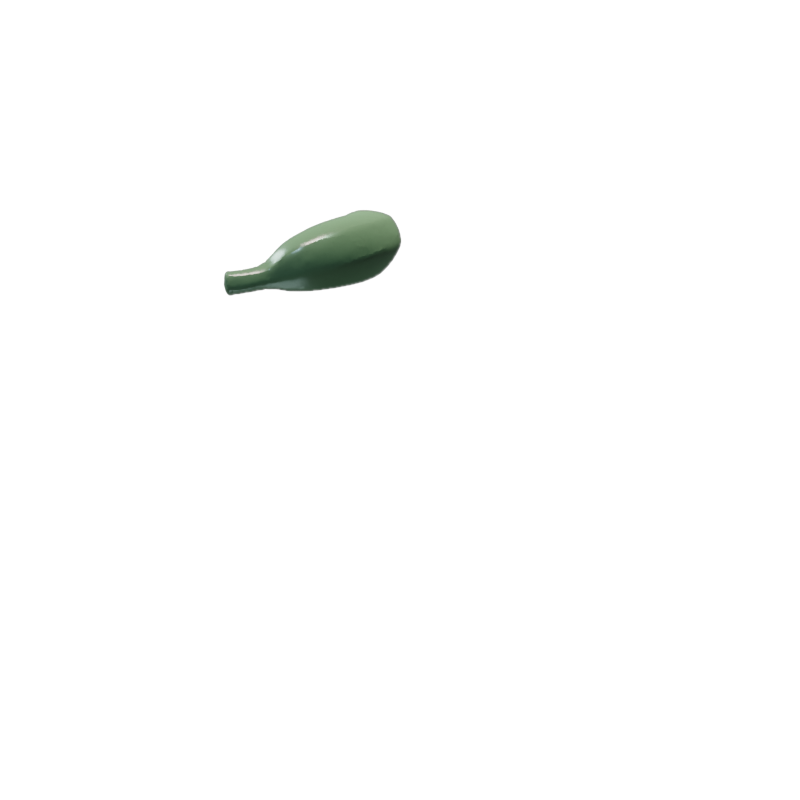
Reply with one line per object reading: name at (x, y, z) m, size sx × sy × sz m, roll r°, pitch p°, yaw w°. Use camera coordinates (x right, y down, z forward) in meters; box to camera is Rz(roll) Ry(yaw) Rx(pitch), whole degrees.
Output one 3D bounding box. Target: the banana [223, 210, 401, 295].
banana at (-0.034, -0.090, 0.641) m, size 0.071 × 0.036 × 0.198 m, roll 3°, pitch 14°, yaw 15°
